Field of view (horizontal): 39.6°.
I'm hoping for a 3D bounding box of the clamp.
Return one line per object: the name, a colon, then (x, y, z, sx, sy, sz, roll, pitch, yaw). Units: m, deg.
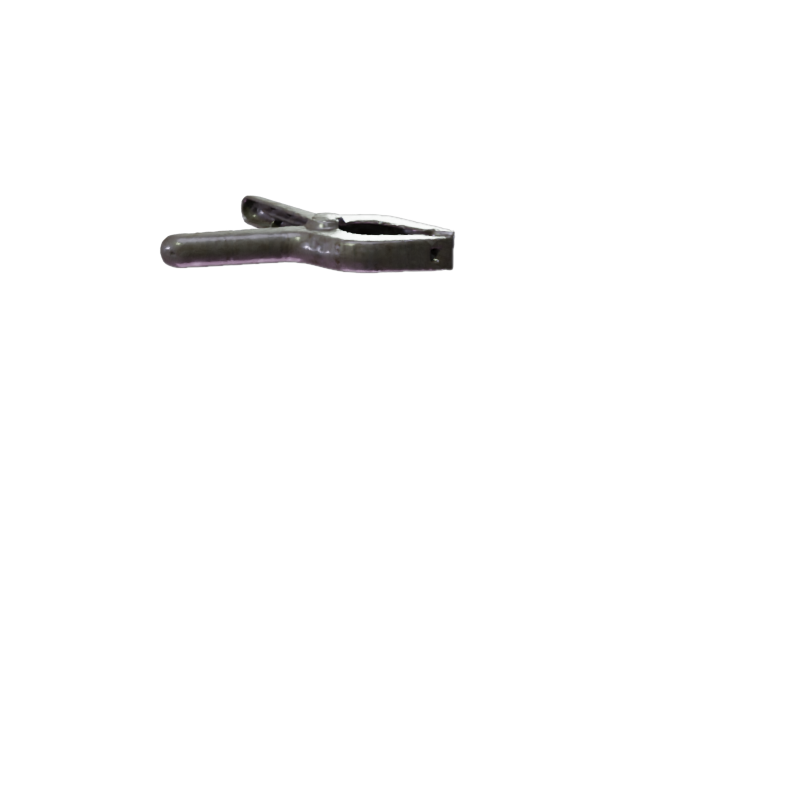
clamp: (-0.066, -0.120, 0.841, 0.218, 0.035, 0.166, 10, 25, 22)
